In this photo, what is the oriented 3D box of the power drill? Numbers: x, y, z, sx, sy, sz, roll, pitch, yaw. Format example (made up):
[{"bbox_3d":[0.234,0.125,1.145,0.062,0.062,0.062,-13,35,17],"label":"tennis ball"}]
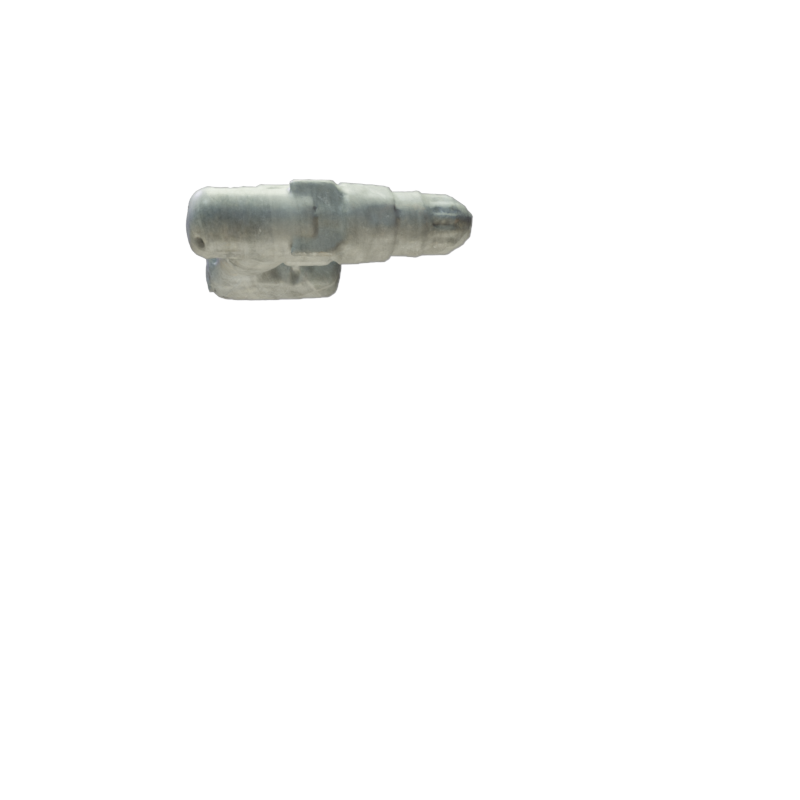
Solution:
[{"bbox_3d":[-0.061,-0.110,0.773,0.182,0.059,0.187,1,-5,-12],"label":"power drill"}]
